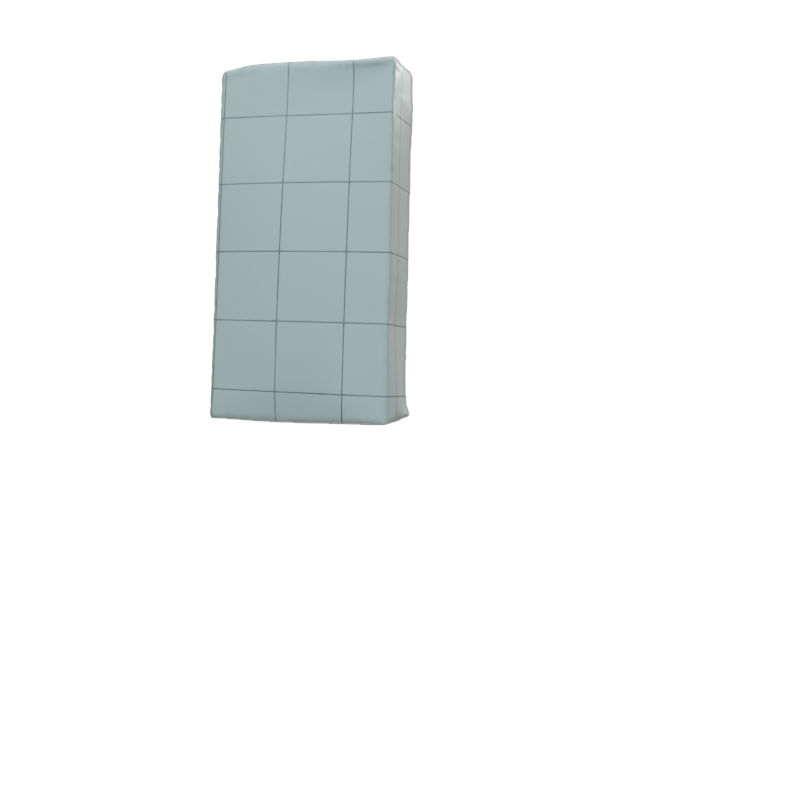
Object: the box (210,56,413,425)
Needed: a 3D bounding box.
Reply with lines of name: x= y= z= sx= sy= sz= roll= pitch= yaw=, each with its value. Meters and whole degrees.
box: x=-0.043 y=-0.079 z=0.551 sx=0.095 sy=0.178 sz=0.047 roll=-1 pitch=-3 yaw=18
